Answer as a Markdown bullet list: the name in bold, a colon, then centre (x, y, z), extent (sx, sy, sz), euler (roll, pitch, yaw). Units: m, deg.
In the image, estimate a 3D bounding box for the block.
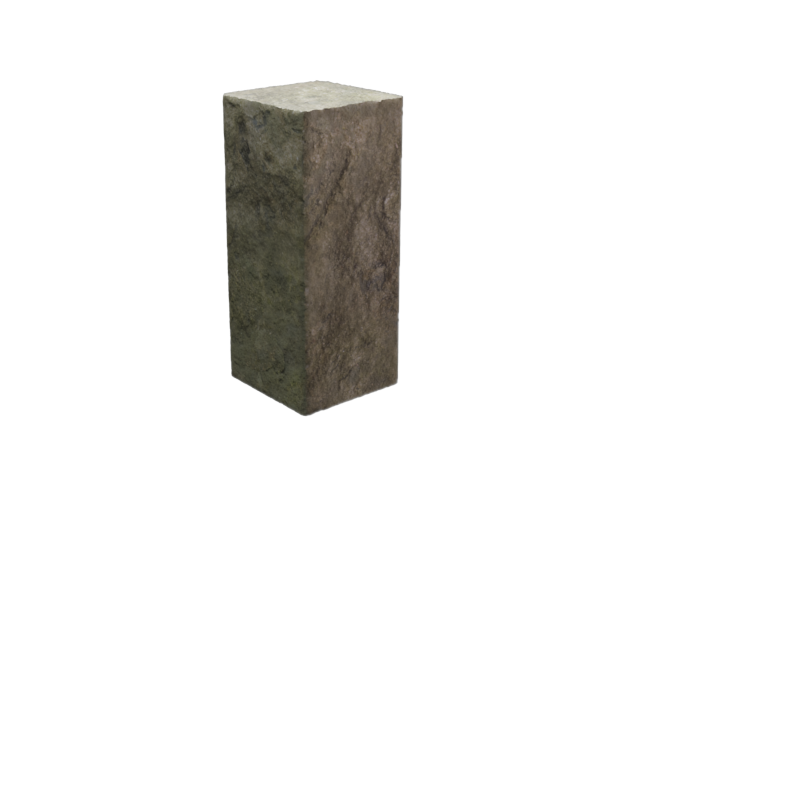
- **block**: centre (-0.061, -0.109, 0.766), extent (0.088, 0.198, 0.096), euler (-15, 25, -39)
